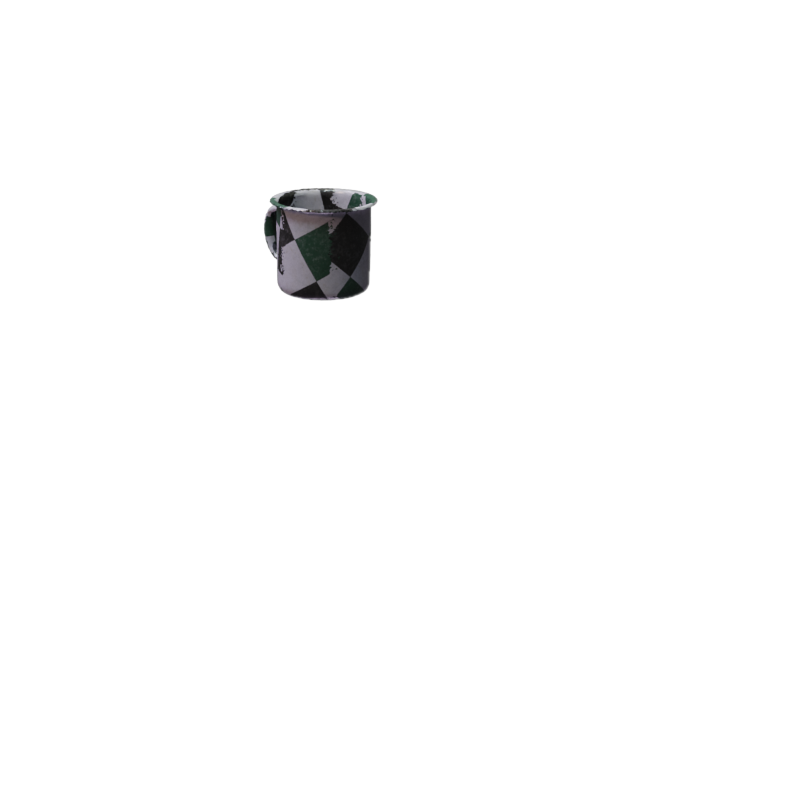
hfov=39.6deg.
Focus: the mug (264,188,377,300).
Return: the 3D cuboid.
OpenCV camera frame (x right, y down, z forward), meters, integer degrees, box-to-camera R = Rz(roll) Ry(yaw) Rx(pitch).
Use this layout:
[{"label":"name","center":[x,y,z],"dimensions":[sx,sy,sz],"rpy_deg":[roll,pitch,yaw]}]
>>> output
[{"label":"mug","center":[-0.076,-0.139,0.974],"dimensions":[0.124,0.078,0.092],"rpy_deg":[16,24,37]}]
